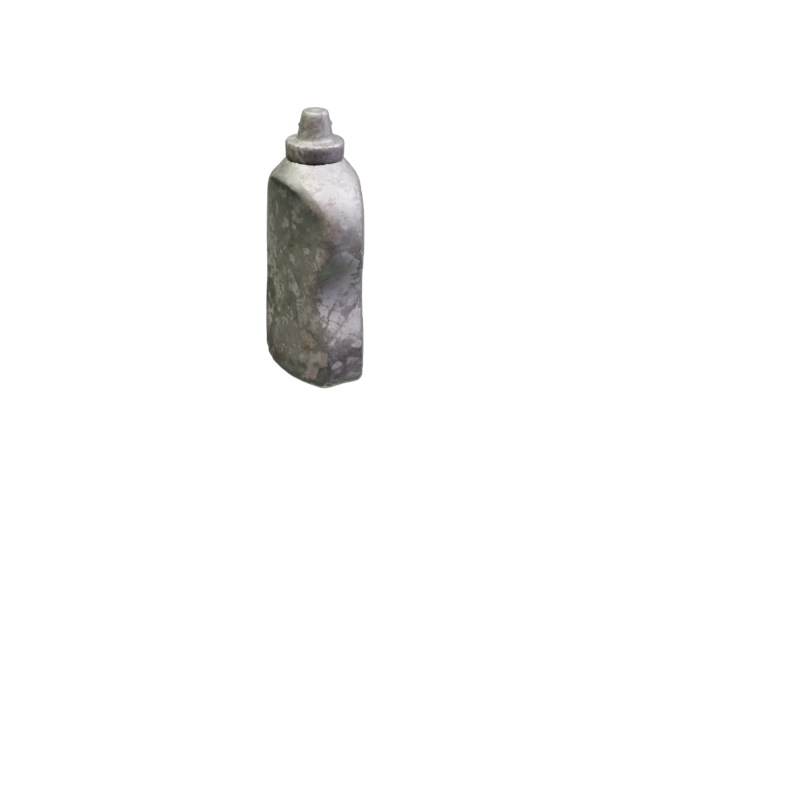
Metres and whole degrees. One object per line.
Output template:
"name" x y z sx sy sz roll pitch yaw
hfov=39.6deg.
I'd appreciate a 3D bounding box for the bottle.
"bottle" -0.061 -0.112 0.787 0.057 0.182 0.103 -11 26 -27
